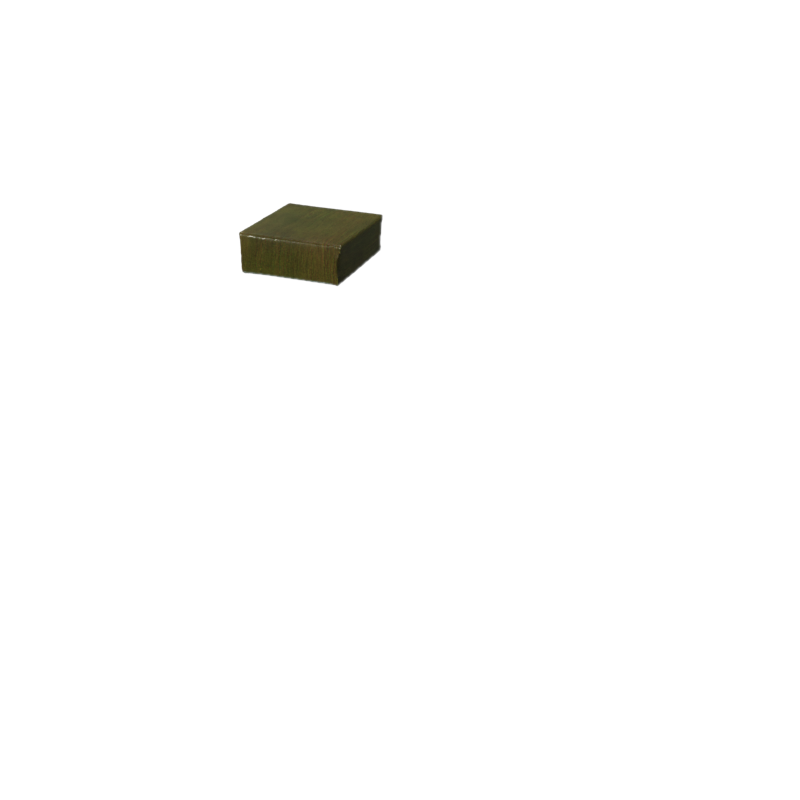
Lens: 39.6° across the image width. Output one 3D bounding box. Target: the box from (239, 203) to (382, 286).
[{"bbox_3d":[-0.074,-0.134,0.939,0.092,0.037,0.116,8,25,16],"label":"box"}]
